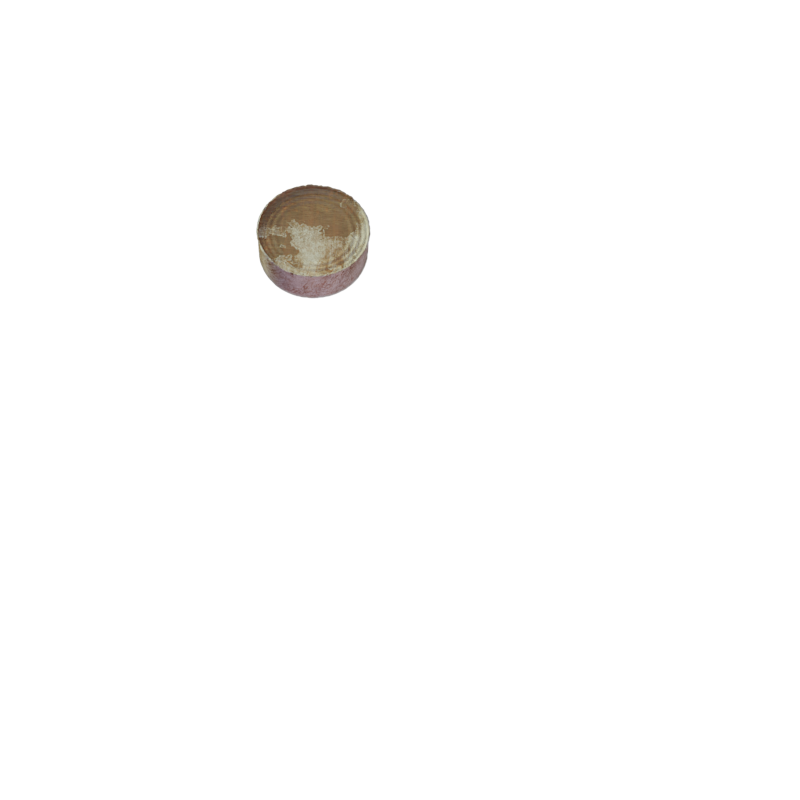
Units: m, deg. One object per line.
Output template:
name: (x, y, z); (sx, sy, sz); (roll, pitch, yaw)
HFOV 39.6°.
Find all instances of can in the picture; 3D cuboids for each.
can: (-0.066, -0.121, 0.847); (0.086, 0.092, 0.031); (-1, -32, -1)
